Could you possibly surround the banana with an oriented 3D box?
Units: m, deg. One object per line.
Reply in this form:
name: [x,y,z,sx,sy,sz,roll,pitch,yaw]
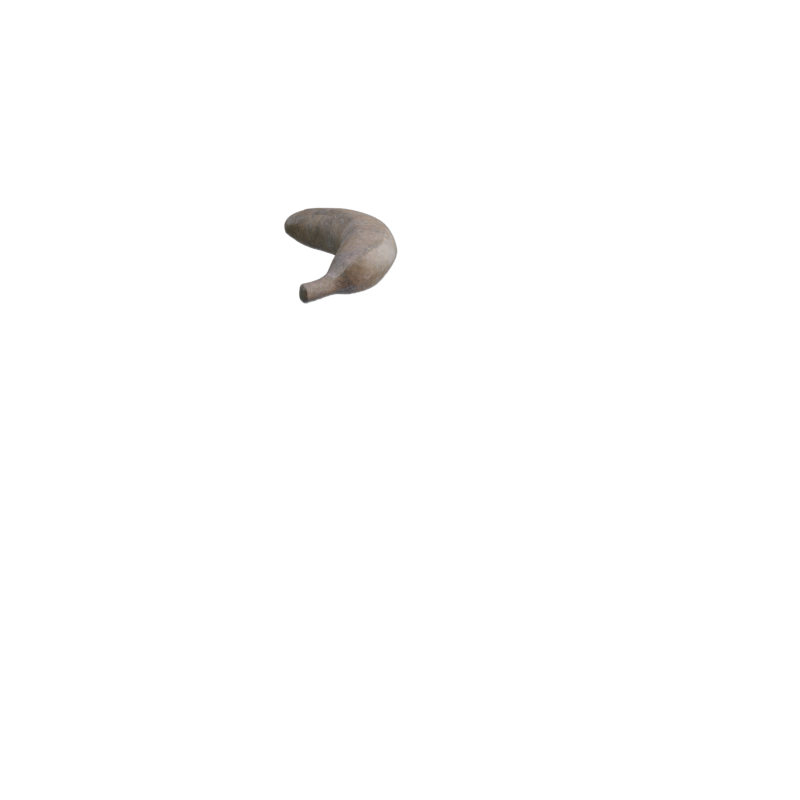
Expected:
banana: [-0.040,-0.107,0.754,0.069,0.035,0.206,-2,19,-7]
